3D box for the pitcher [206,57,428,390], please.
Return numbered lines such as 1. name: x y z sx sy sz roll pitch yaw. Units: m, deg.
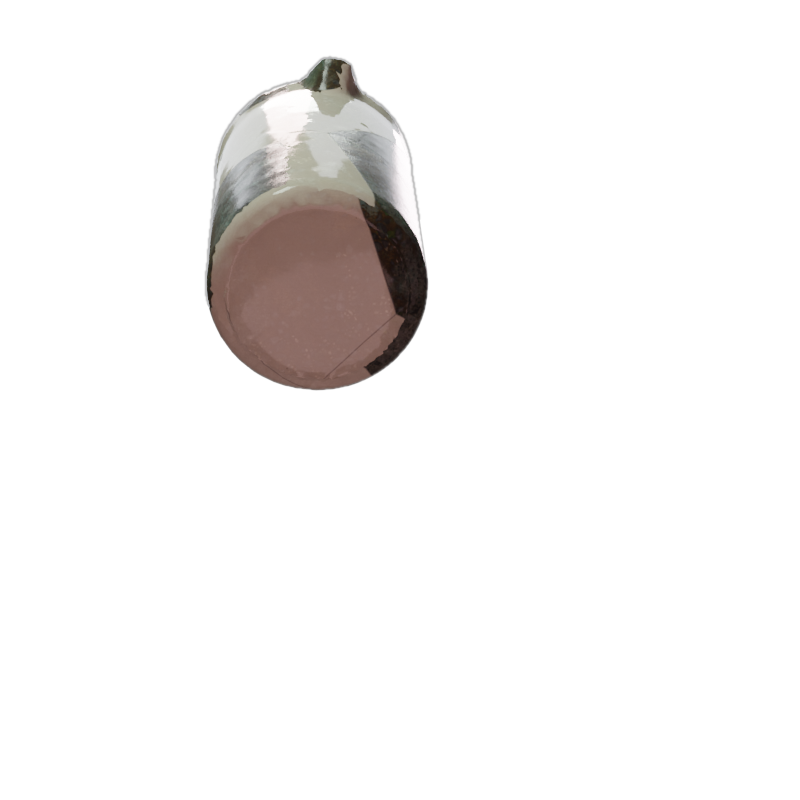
1. pitcher: -0.050 -0.092 0.645 0.145 0.142 0.255 -32 21 10
